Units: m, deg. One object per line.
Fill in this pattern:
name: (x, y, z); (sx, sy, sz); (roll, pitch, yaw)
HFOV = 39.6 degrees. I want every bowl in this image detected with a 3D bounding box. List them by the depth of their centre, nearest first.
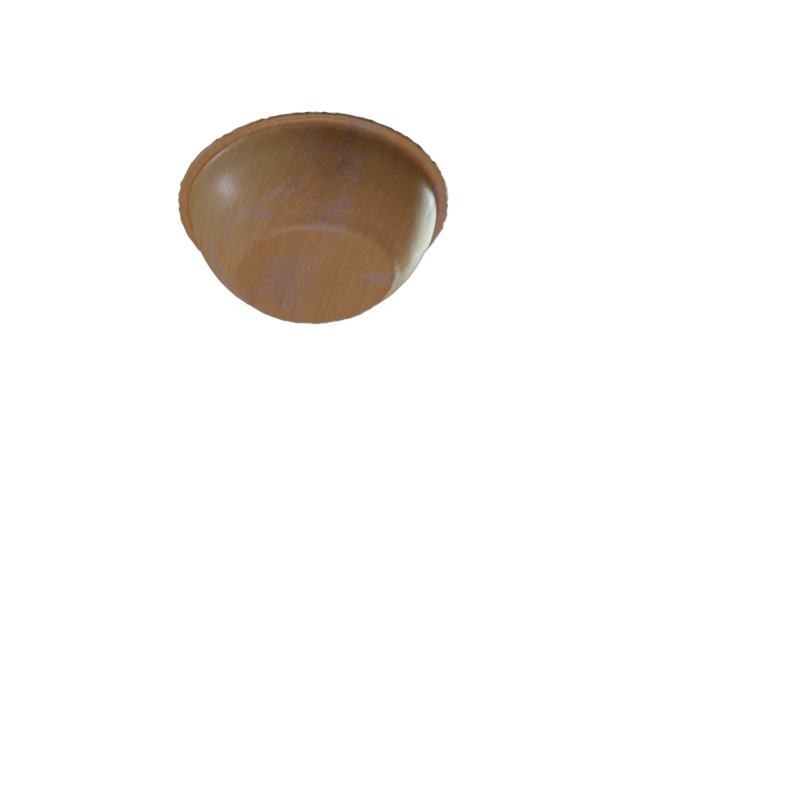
bowl: (-0.051, -0.093, 0.649); (0.162, 0.059, 0.151); (1, -35, -2)
